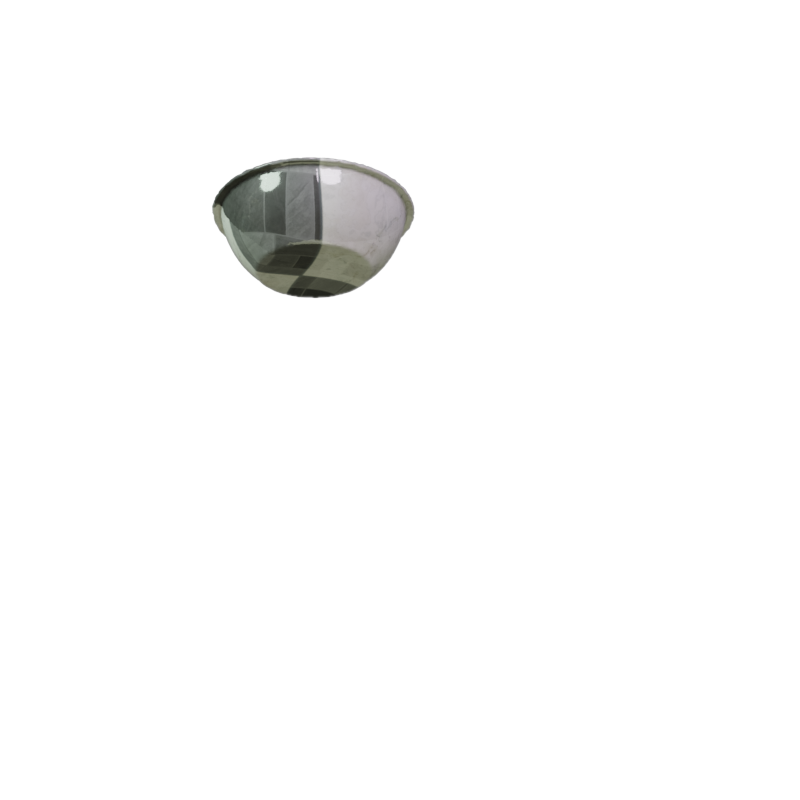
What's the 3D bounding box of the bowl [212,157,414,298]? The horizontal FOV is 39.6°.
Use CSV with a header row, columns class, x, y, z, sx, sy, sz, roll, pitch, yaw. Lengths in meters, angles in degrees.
class,x,y,z,sx,sy,sz,roll,pitch,yaw
bowl,-0.068,-0.125,0.874,0.162,0.058,0.153,1,-24,-2
